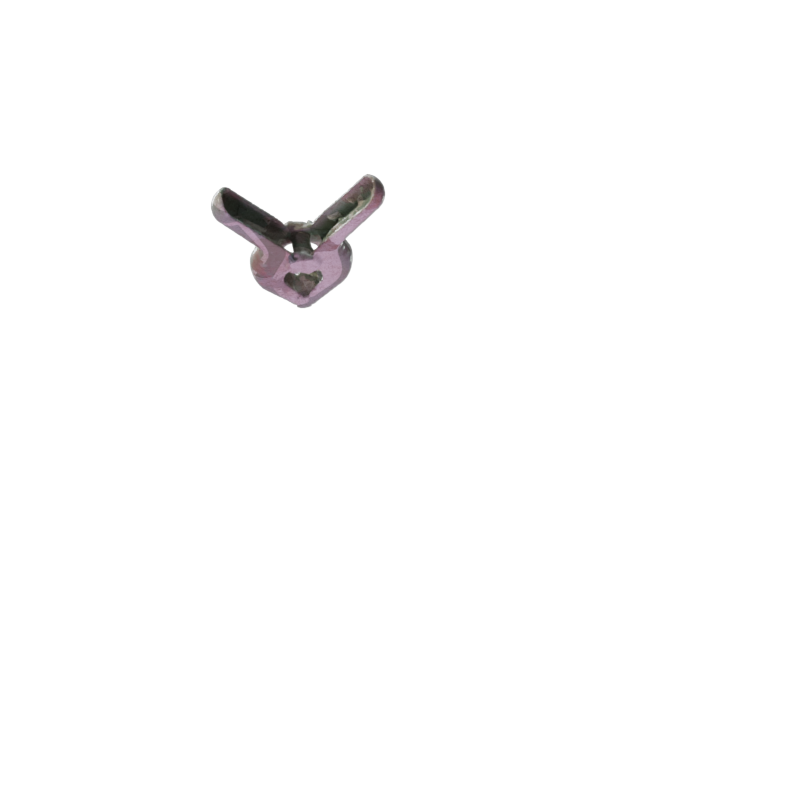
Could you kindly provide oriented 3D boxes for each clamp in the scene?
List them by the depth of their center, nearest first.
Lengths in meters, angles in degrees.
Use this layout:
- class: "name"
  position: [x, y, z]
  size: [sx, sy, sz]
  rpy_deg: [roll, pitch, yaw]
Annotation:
- class: "clamp"
  position: [-0.065, -0.119, 0.830]
  size: [0.121, 0.041, 0.162]
  rpy_deg: [-2, -18, 6]
